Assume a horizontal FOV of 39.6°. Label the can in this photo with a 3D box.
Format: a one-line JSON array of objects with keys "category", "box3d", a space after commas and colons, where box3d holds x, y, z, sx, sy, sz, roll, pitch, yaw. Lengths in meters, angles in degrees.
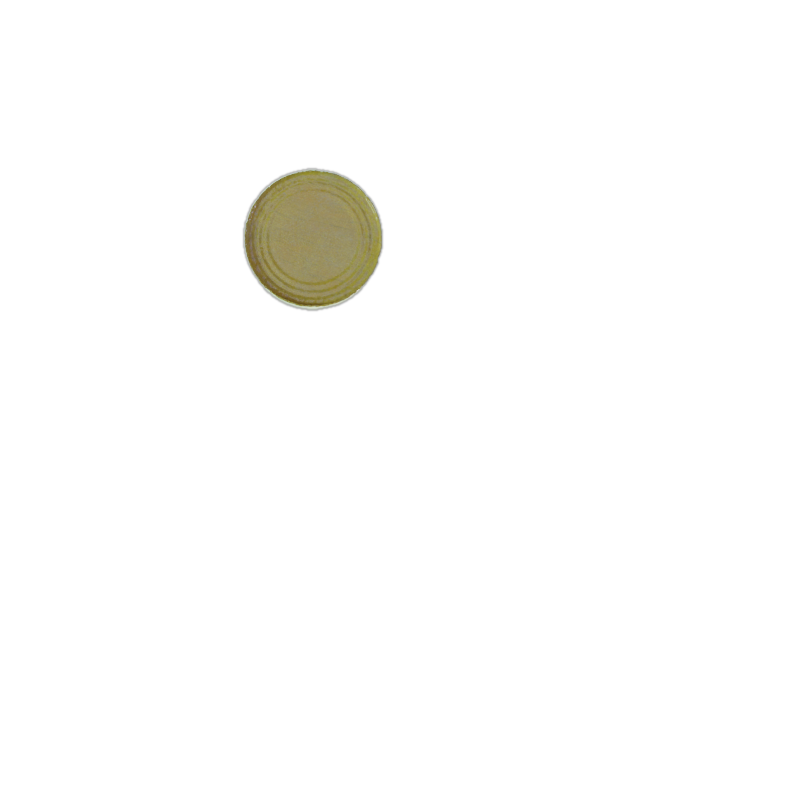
[{"category": "can", "box3d": [-0.055, -0.100, 0.699, 0.086, 0.088, 0.033, 0, -8, -1]}]
